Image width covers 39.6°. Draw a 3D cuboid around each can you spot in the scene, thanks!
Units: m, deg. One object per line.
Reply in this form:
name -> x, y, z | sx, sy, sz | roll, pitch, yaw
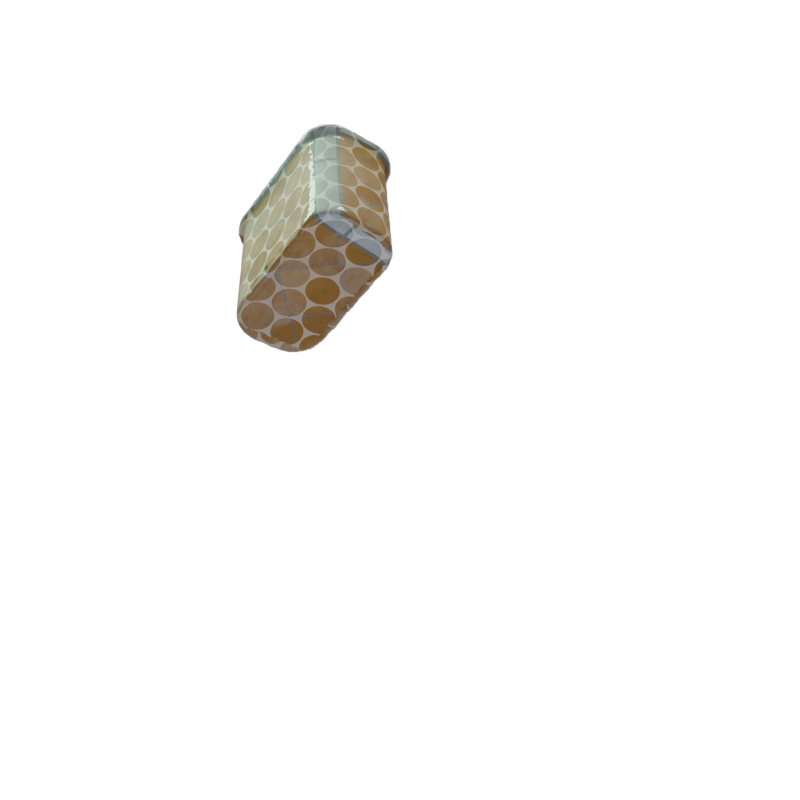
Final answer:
can -> -0.048, -0.088, 0.613 | 0.055, 0.090, 0.099 | 27, -56, -24
